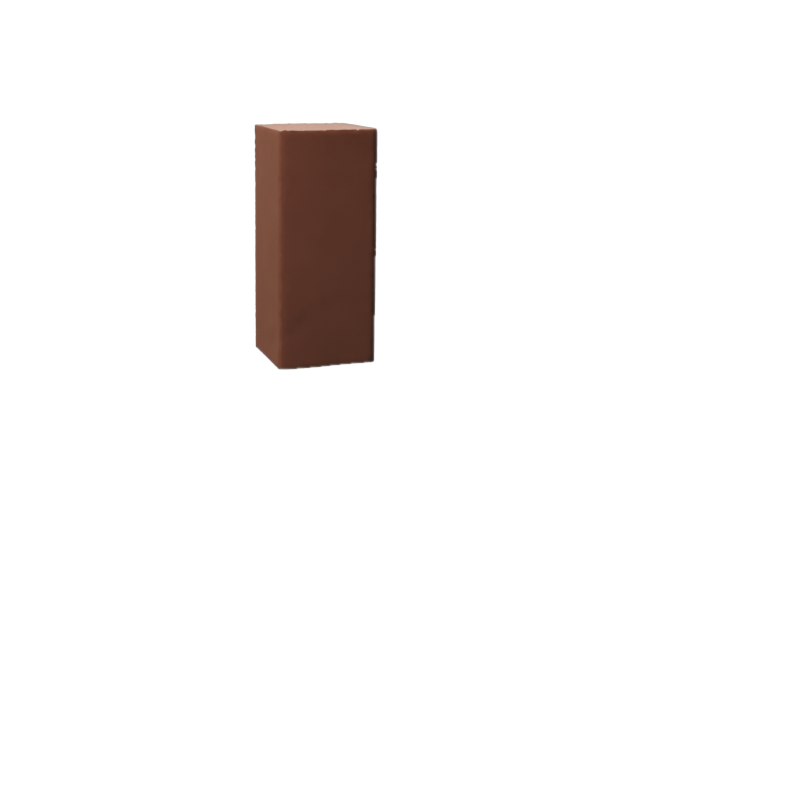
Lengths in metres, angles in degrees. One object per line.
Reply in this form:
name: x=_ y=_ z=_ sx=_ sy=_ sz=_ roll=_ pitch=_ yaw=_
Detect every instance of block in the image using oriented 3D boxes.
block: x=-0.077 y=-0.141 z=0.988 sx=0.088 sy=0.201 sz=0.095 roll=-3 pitch=11 yaw=-20
